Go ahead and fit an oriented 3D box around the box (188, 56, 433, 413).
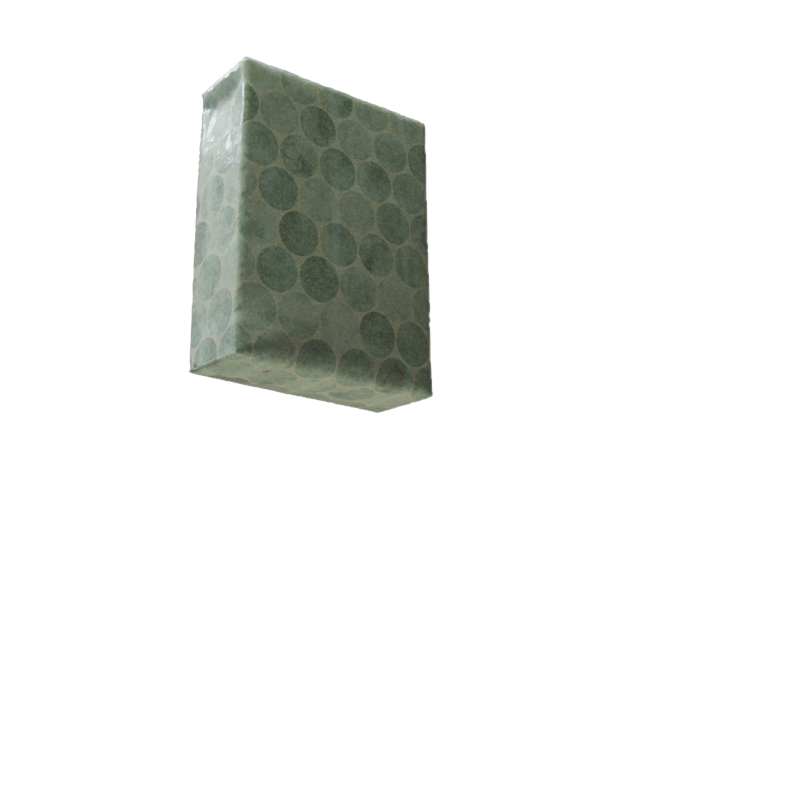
[{"bbox_3d":[-0.061,-0.111,0.777,0.156,0.225,0.072,13,-26,-35],"label":"box"}]
